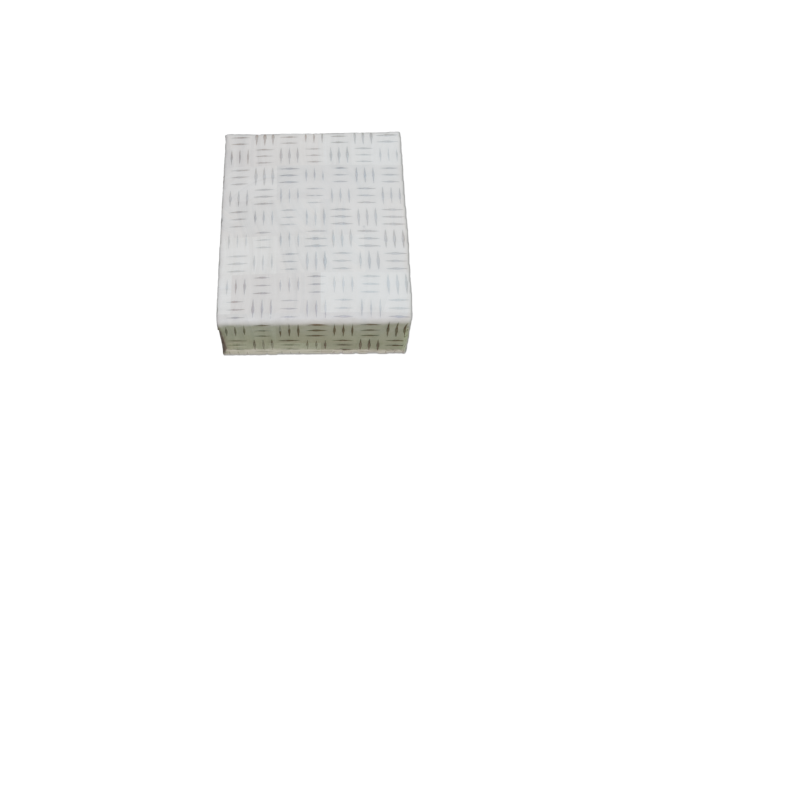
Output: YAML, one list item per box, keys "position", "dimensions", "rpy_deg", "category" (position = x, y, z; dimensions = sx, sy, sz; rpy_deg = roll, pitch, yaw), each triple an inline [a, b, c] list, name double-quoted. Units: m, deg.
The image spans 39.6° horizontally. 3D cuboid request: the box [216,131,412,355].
- position: [-0.042, -0.078, 0.543]
  dimensions: [0.090, 0.121, 0.036]
  rpy_deg: [-1, -32, -2]
  category: "box"
